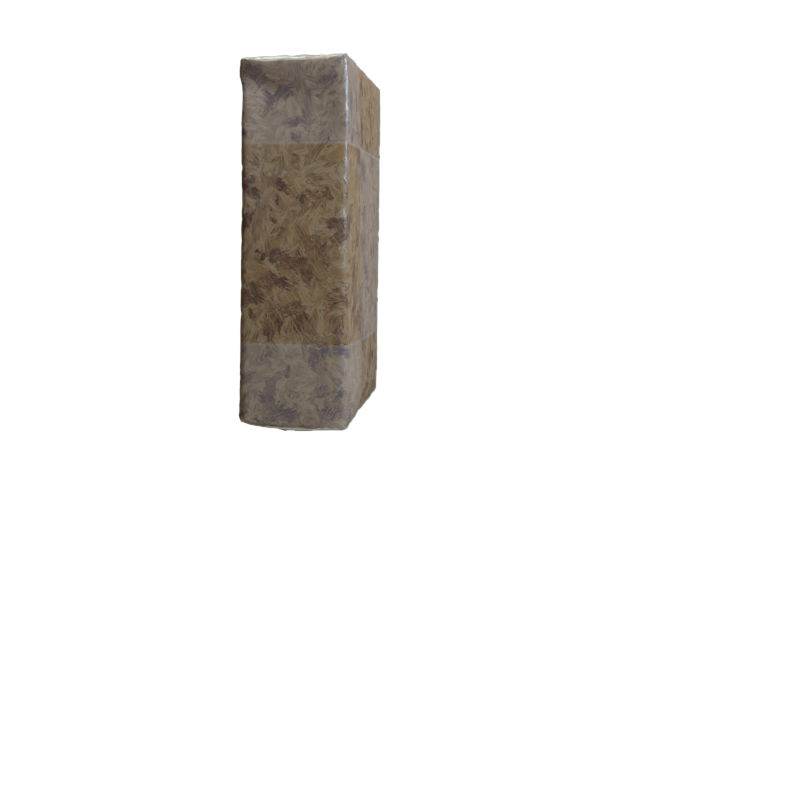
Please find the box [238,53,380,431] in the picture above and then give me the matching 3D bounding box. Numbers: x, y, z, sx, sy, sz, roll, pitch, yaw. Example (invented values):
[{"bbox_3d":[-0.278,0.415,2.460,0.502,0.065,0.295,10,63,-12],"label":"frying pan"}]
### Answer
[{"bbox_3d":[-0.055,-0.100,0.700,0.072,0.213,0.164,0,4,6],"label":"box"}]
